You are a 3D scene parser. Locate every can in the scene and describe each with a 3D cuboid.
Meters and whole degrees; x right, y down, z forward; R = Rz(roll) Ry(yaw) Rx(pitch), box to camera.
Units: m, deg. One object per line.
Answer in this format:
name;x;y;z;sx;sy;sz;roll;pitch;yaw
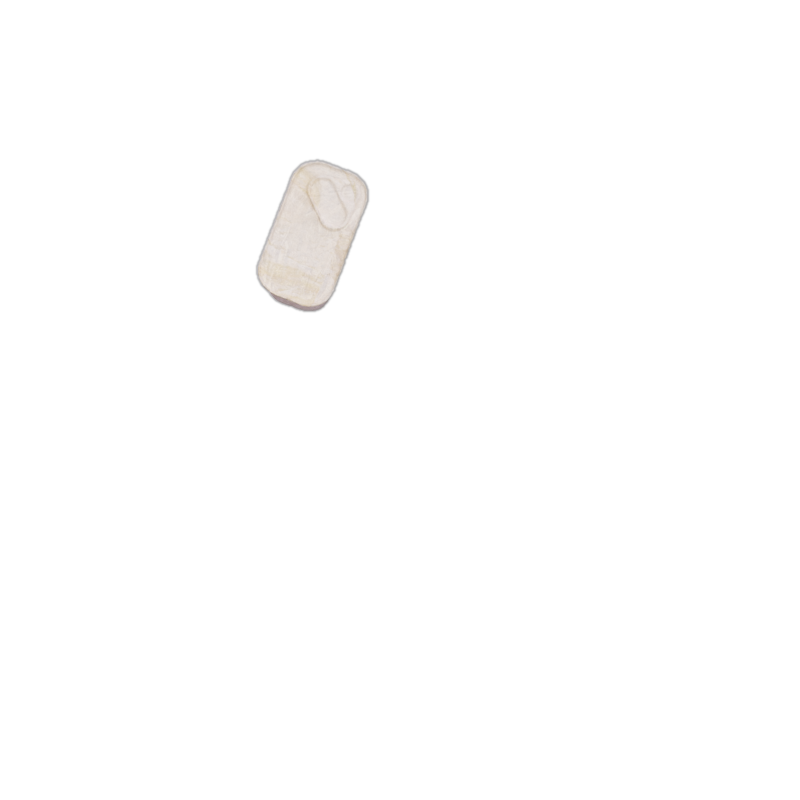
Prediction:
can;-0.064;-0.117;0.822;0.058;0.103;0.083;20;-6;-2
